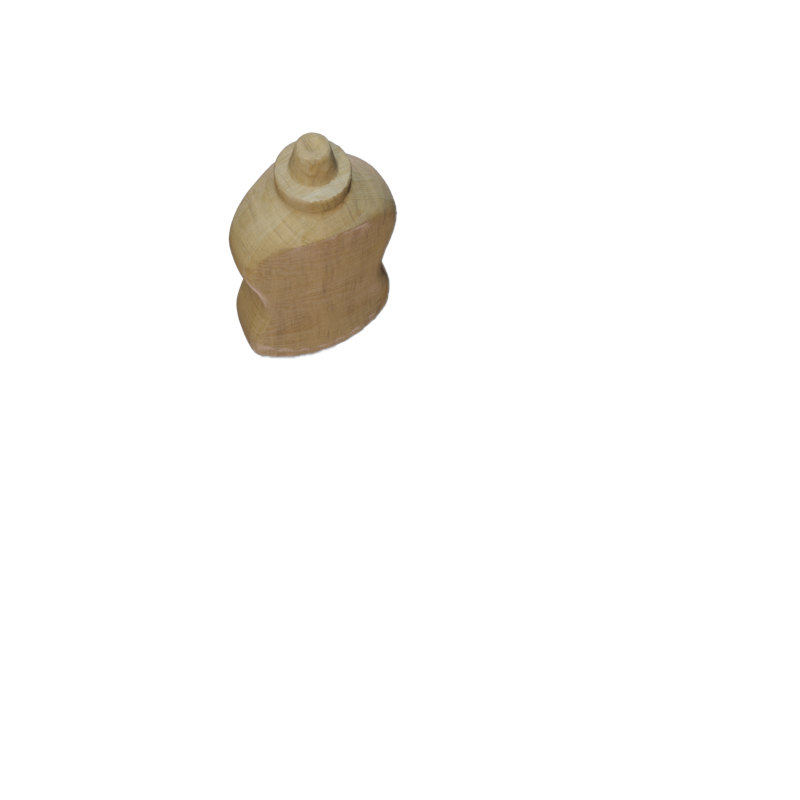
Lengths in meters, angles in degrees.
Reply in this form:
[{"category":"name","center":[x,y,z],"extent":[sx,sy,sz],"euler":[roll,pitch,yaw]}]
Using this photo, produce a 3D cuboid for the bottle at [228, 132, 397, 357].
[{"category":"bottle","center":[-0.050,-0.091,0.638],"extent":[0.095,0.062,0.181],"euler":[-20,-20,-12]}]
